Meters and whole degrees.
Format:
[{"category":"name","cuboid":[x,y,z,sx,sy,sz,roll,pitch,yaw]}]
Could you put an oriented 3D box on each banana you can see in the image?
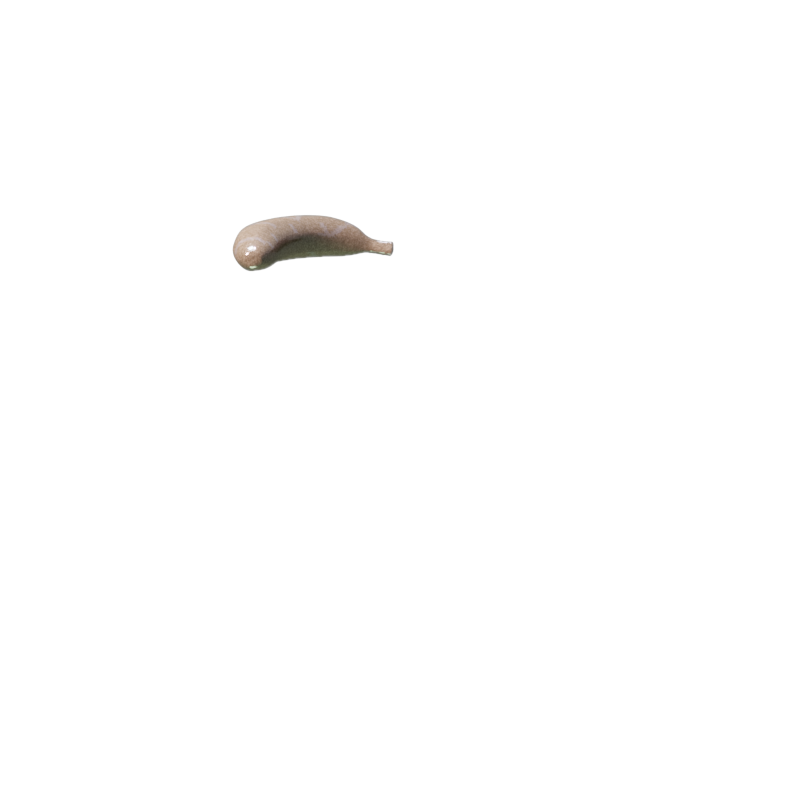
[{"category":"banana","cuboid":[-0.082,-0.128,0.886,0.072,0.036,0.194,7,14,31]}]
